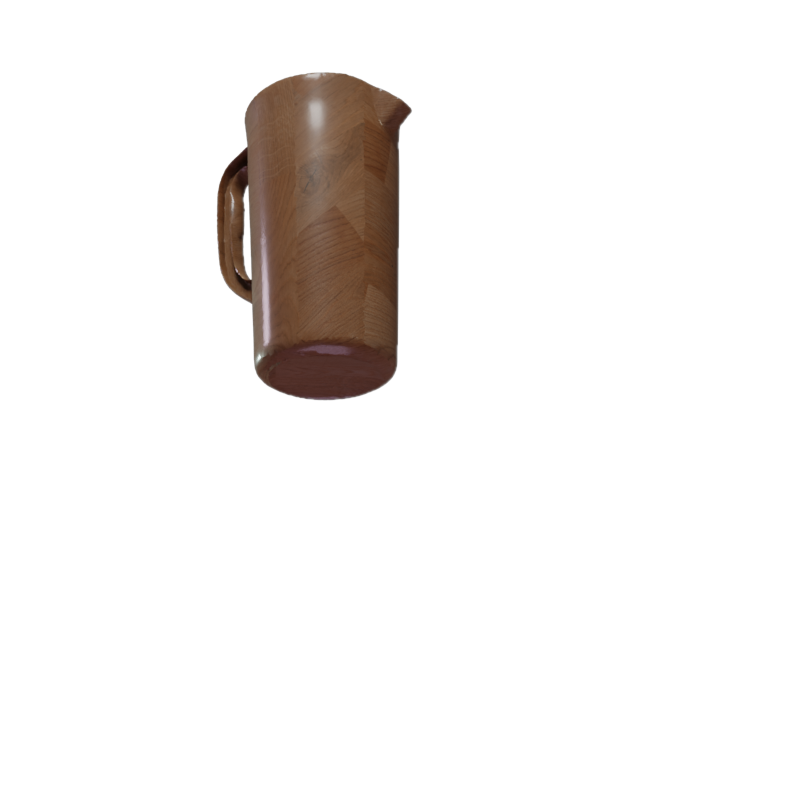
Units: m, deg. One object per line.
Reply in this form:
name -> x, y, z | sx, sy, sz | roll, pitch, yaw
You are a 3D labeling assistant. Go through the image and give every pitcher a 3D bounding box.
pitcher -> -0.070, -0.127, 0.891 | 0.142, 0.258, 0.143 | 5, -28, -13
